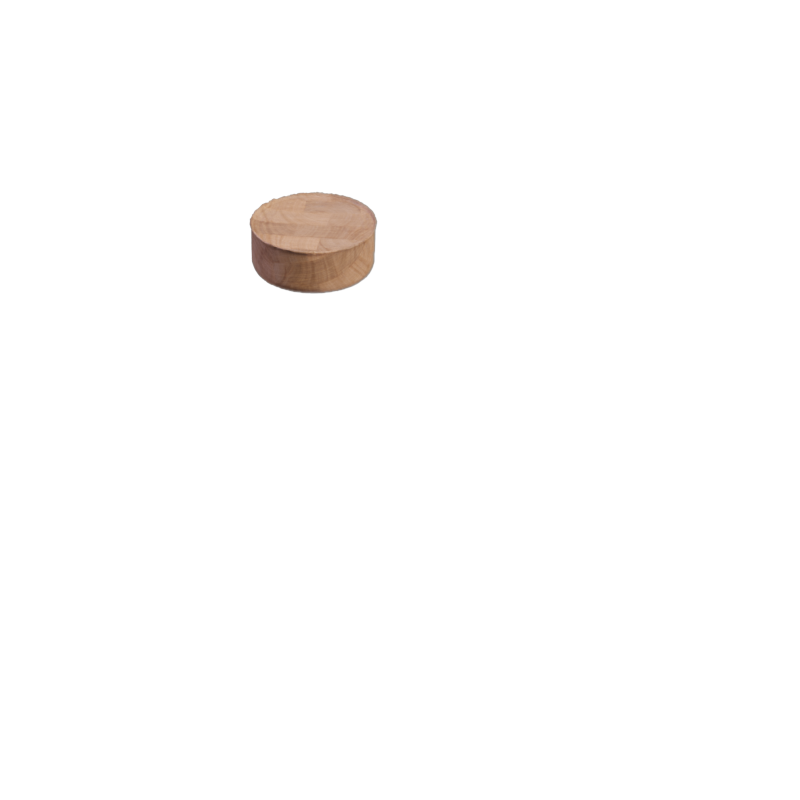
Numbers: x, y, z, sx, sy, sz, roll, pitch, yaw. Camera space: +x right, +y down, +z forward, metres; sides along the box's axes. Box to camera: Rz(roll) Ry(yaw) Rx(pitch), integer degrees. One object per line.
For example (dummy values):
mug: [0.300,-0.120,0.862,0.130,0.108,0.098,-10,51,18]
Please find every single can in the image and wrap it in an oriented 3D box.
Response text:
can: [-0.059,-0.108,0.753,0.086,0.031,0.092,-1,35,-2]
